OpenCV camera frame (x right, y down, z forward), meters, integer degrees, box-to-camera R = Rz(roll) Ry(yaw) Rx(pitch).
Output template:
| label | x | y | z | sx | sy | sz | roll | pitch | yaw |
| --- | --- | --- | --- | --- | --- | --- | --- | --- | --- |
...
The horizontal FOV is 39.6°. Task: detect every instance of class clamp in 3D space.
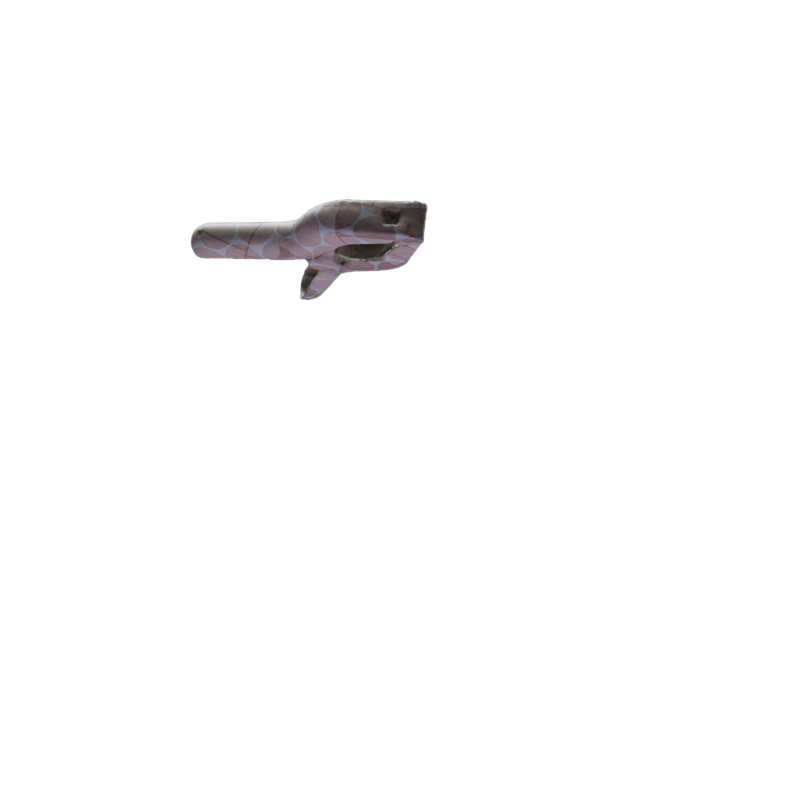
| label | x | y | z | sx | sy | sz | roll | pitch | yaw |
| --- | --- | --- | --- | --- | --- | --- | --- | --- | --- |
| clamp | -0.059 | -0.107 | 0.752 | 0.114 | 0.041 | 0.173 | 10 | -16 | -38 |
